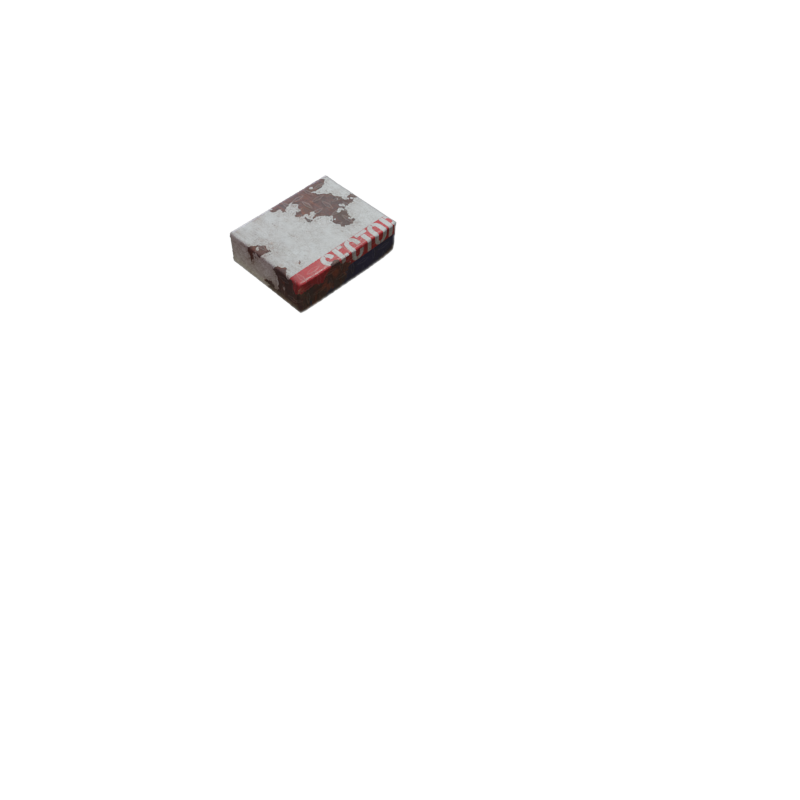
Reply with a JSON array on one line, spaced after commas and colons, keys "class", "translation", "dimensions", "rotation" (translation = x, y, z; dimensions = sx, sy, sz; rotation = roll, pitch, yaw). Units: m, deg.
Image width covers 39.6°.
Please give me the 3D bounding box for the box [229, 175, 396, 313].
[{"class": "box", "translation": [-0.073, -0.134, 0.939], "dimensions": [0.114, 0.036, 0.096], "rotation": [-35, 56, -29]}]
